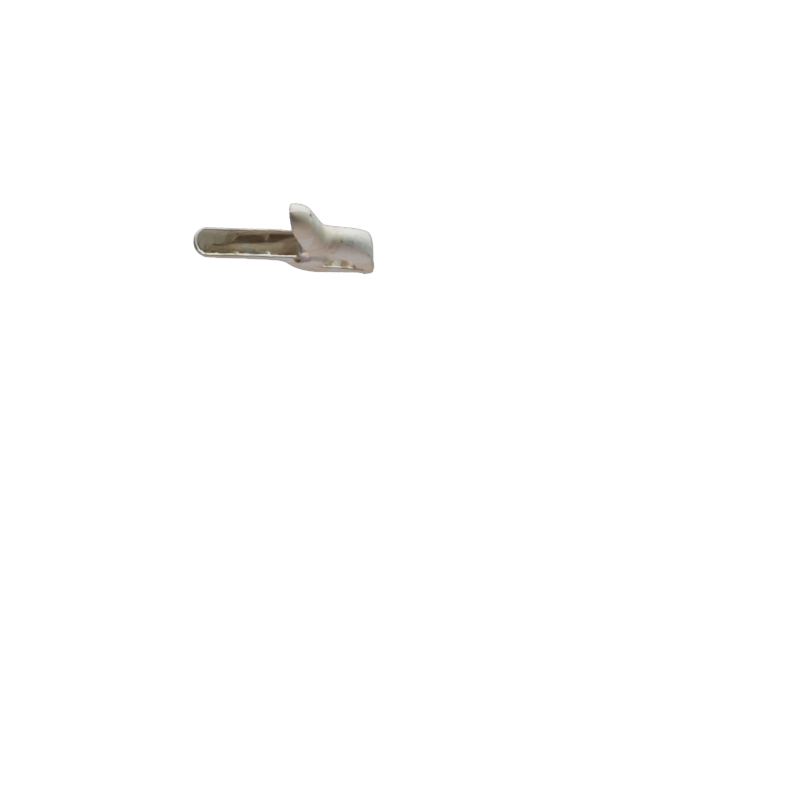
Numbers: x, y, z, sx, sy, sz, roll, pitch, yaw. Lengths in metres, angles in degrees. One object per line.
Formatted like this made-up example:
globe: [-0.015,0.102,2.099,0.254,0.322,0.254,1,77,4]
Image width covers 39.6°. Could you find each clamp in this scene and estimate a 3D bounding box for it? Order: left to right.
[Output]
clamp: [-0.073,-0.132,0.927,0.164,0.040,0.124,0,0,-42]
